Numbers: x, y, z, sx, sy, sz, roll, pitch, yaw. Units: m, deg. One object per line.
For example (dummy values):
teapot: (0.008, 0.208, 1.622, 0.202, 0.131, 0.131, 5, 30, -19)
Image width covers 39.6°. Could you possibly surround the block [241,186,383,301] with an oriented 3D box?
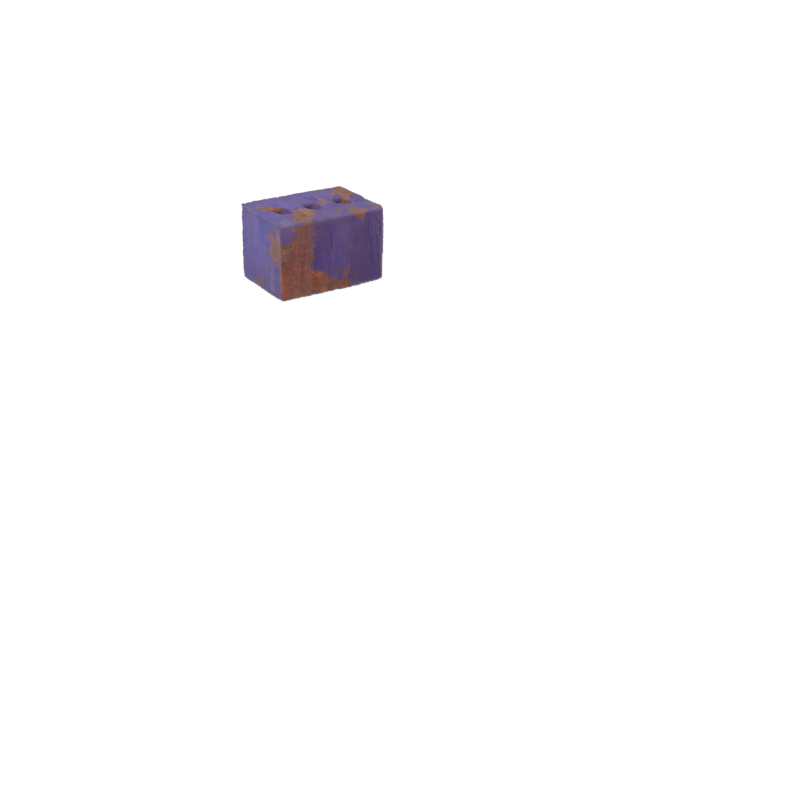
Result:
block: (-0.056, -0.102, 0.713, 0.076, 0.049, 0.056, -15, 29, -30)
